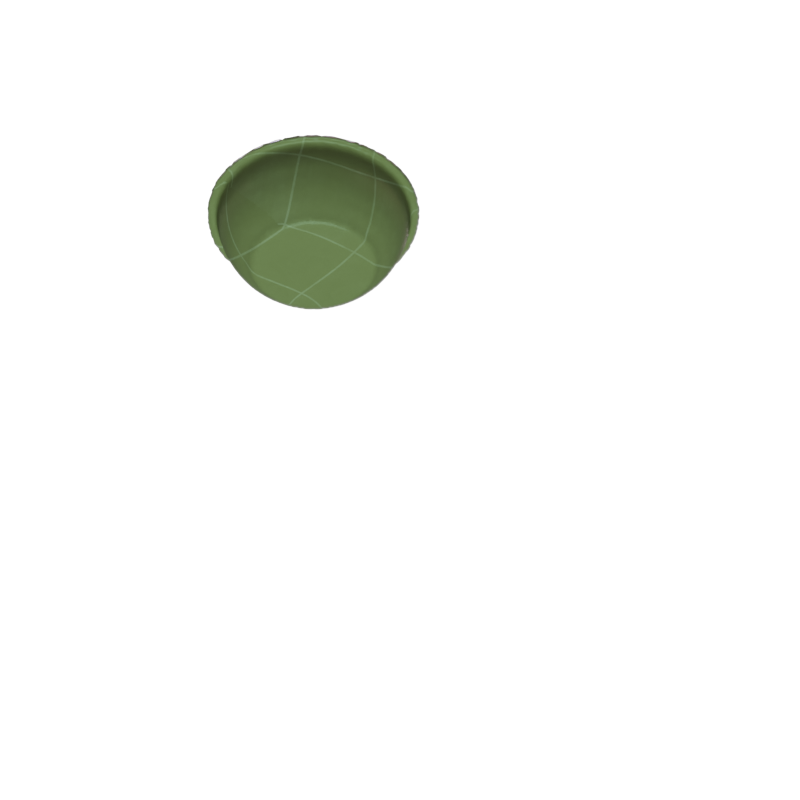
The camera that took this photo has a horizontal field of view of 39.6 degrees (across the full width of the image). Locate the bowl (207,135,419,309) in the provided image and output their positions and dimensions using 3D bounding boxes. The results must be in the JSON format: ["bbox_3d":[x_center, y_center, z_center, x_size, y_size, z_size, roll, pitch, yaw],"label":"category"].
[{"bbox_3d":[-0.065,-0.118,0.826,0.162,0.059,0.151,1,-42,-1],"label":"bowl"}]
